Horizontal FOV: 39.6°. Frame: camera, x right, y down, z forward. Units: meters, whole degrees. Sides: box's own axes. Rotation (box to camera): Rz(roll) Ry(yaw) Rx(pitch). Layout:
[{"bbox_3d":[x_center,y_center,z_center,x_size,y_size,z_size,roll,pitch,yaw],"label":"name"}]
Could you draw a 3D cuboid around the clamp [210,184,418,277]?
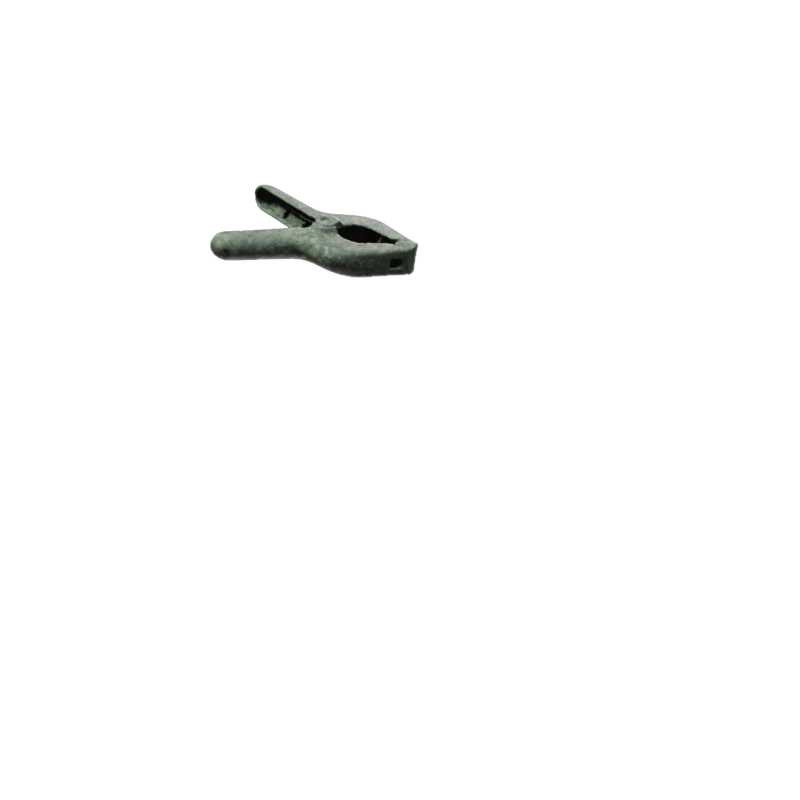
[{"bbox_3d":[-0.074,-0.136,0.951,0.178,0.037,0.124,17,41,20],"label":"clamp"}]
